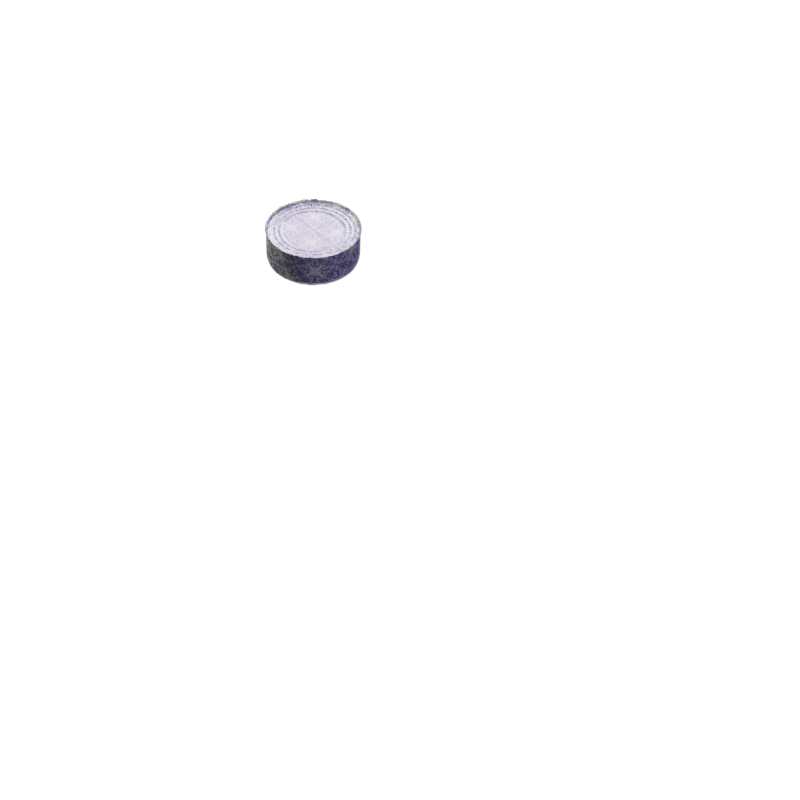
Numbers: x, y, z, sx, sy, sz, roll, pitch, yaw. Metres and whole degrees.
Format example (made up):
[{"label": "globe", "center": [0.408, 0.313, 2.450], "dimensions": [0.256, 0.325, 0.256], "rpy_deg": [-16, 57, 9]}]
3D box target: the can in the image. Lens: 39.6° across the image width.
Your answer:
[{"label": "can", "center": [-0.078, -0.142, 0.992], "dimensions": [0.086, 0.031, 0.092], "rpy_deg": [-1, 43, -2]}]
